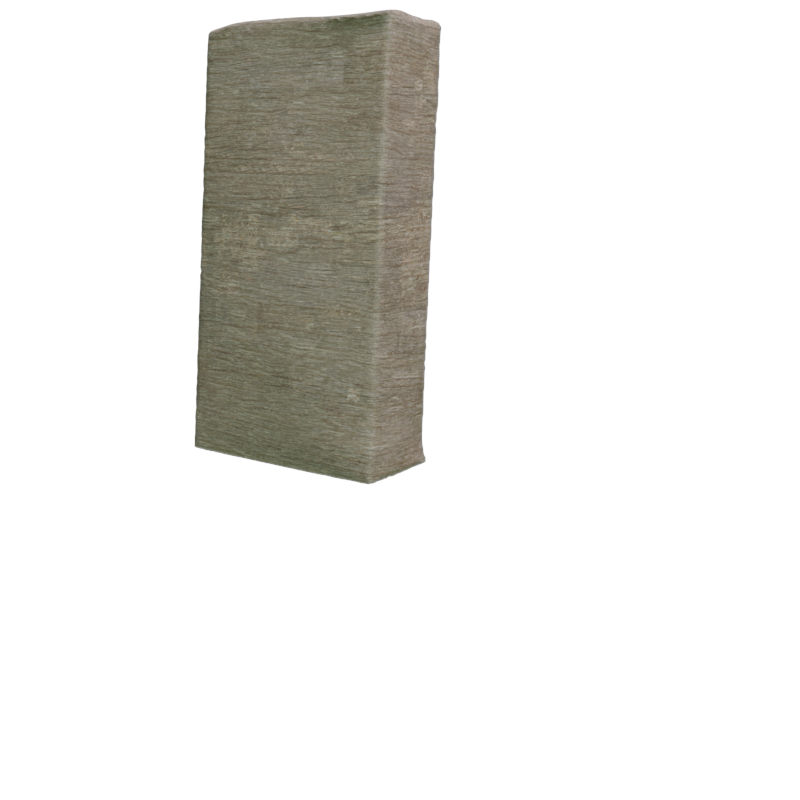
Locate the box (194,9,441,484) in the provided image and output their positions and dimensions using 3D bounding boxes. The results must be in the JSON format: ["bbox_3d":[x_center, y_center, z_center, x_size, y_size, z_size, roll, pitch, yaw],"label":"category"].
[{"bbox_3d":[-0.035,-0.064,0.446,0.097,0.175,0.046,4,5,35],"label":"box"}]
